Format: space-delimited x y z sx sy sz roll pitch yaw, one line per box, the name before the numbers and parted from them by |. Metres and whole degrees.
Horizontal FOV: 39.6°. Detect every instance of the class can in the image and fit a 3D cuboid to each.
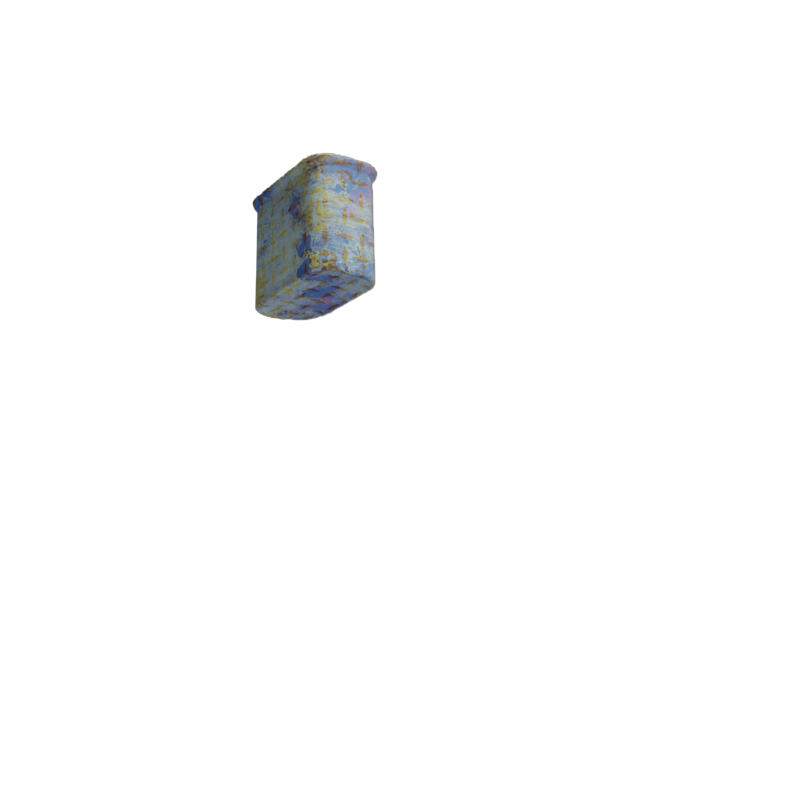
can | -0.059 -0.109 0.761 0.055 0.088 0.102 14 -25 -32
